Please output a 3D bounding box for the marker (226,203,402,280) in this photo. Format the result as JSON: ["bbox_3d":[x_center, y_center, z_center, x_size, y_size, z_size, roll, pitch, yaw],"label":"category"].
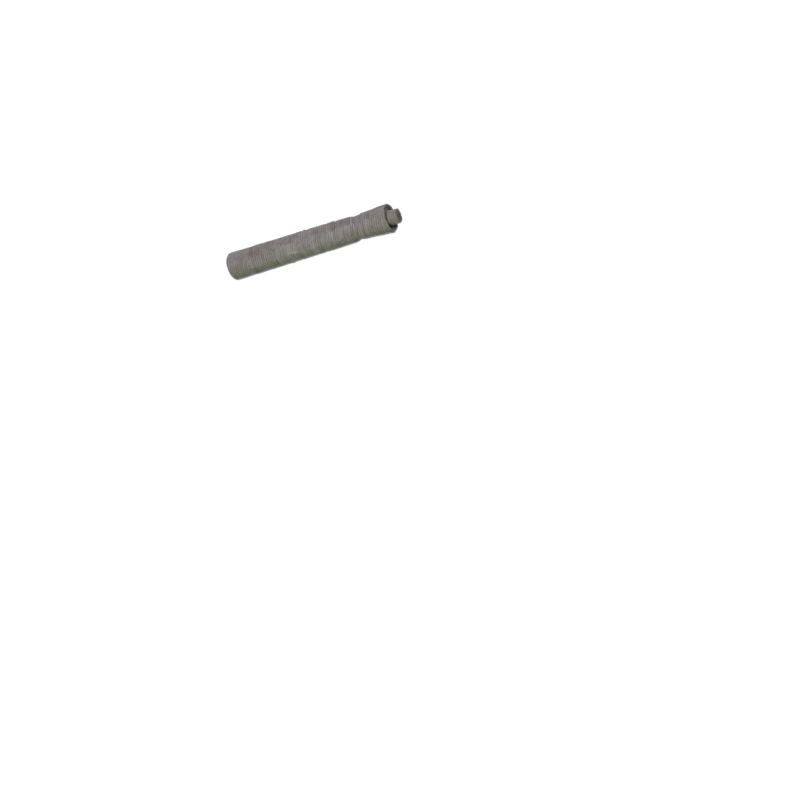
[{"bbox_3d":[-0.055,-0.100,0.700,0.123,0.020,0.019,-13,-2,25],"label":"marker"}]
